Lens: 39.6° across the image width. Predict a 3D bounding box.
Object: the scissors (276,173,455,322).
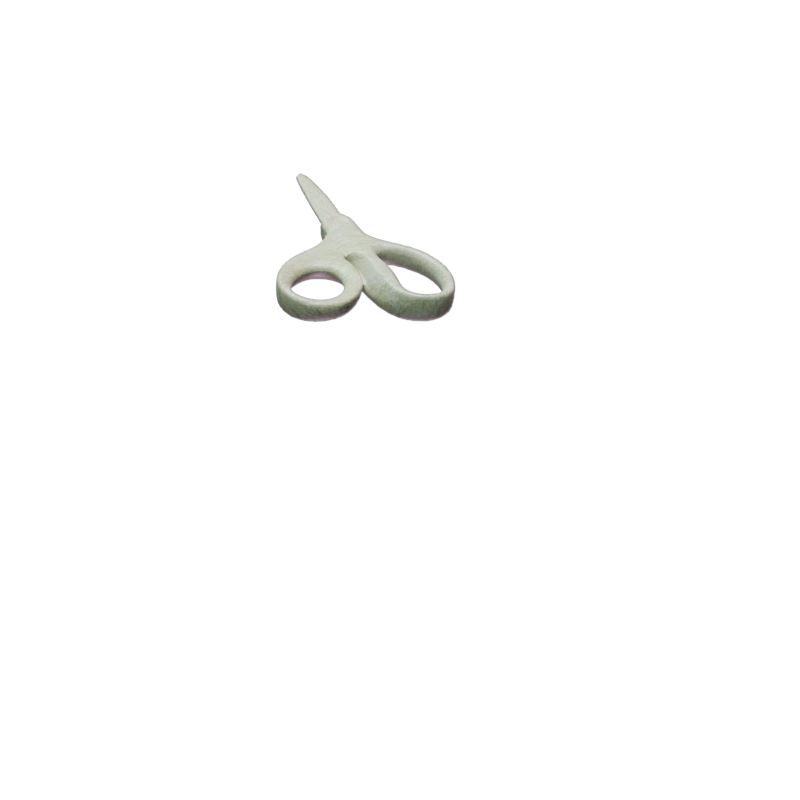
[{"bbox_3d":[-0.047,-0.086,0.604,0.094,0.015,0.217,-15,32,-26],"label":"scissors"}]
